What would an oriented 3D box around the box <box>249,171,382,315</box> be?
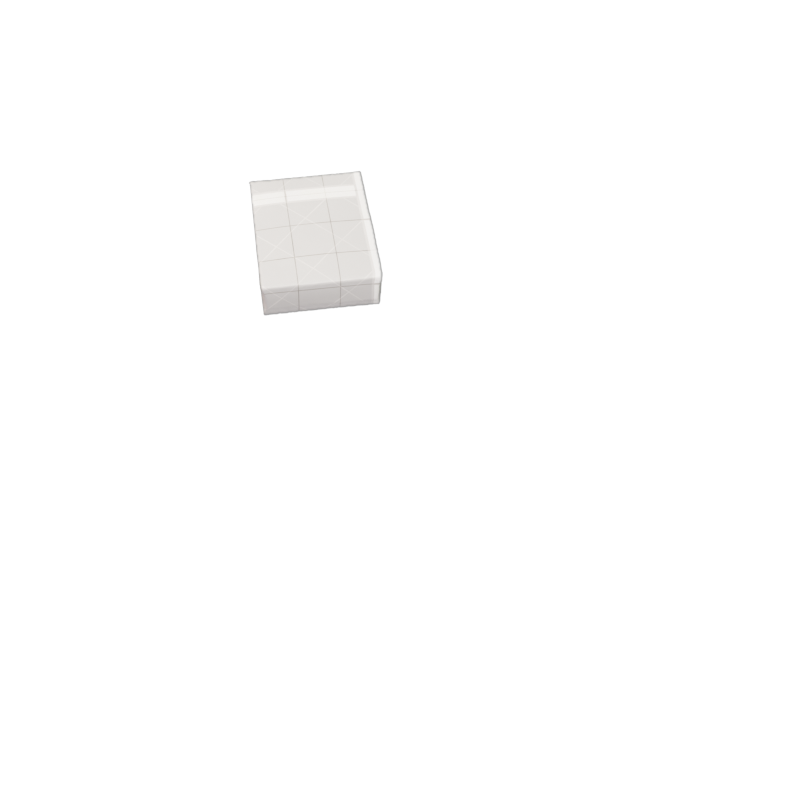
[{"bbox_3d":[-0.066,-0.121,0.849,0.089,0.122,0.036,-6,-39,-6],"label":"box"}]
